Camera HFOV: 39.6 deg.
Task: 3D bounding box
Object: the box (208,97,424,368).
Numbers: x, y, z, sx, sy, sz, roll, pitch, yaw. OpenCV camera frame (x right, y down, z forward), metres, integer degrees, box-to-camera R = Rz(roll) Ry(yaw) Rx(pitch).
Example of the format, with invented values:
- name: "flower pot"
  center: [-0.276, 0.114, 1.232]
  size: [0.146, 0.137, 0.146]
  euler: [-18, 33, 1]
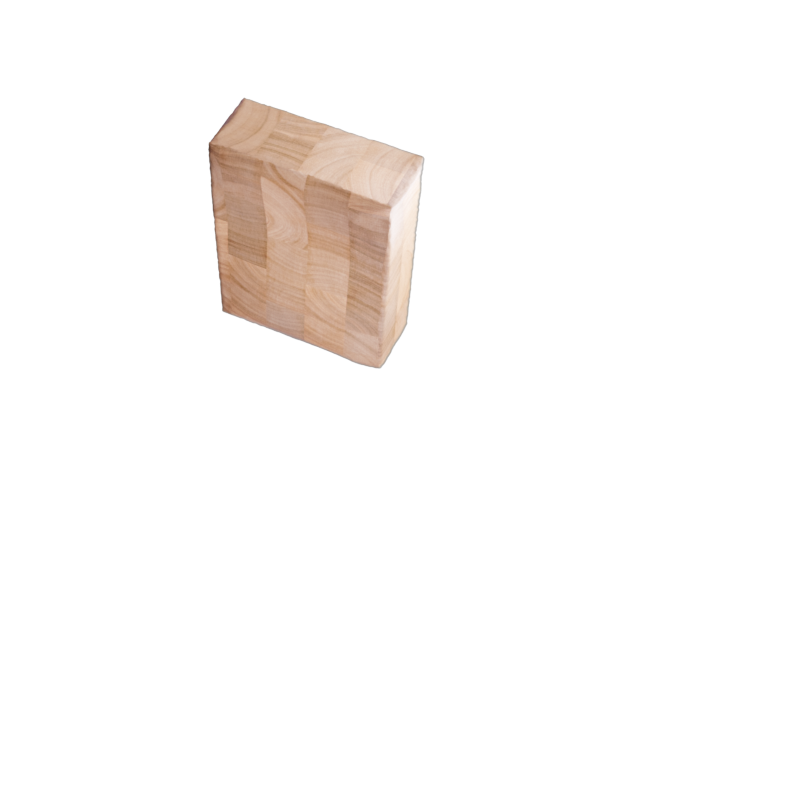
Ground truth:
- name: "box"
  center: [-0.074, -0.135, 0.945]
  size: [0.169, 0.075, 0.199]
  euler: [22, -36, 14]
